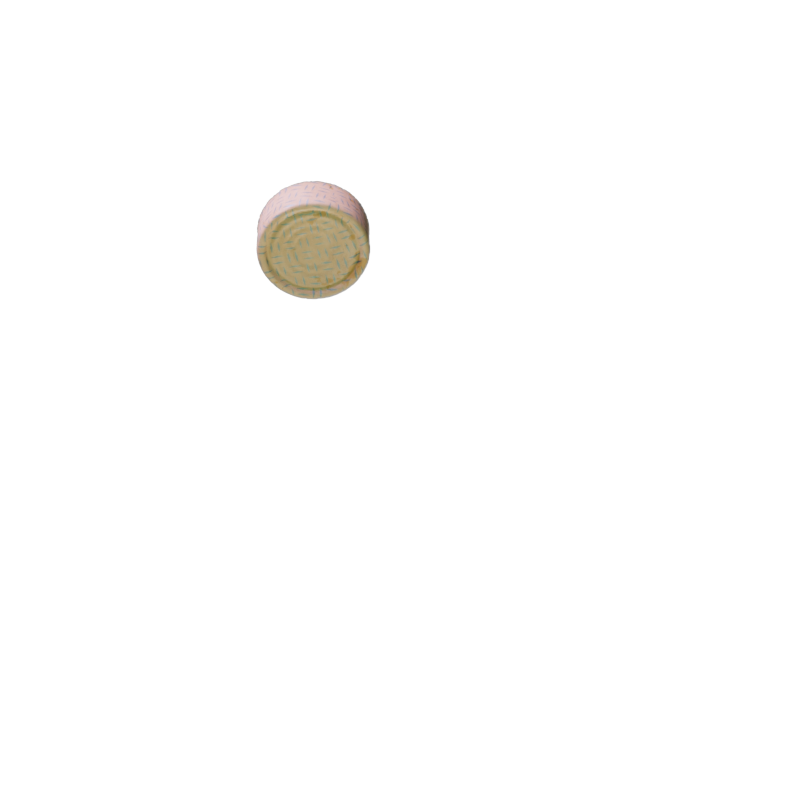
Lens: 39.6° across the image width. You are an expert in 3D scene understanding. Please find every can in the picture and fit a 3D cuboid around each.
[{"bbox_3d":[-0.065,-0.119,0.833,0.086,0.081,0.036,1,32,-1],"label":"can"}]
